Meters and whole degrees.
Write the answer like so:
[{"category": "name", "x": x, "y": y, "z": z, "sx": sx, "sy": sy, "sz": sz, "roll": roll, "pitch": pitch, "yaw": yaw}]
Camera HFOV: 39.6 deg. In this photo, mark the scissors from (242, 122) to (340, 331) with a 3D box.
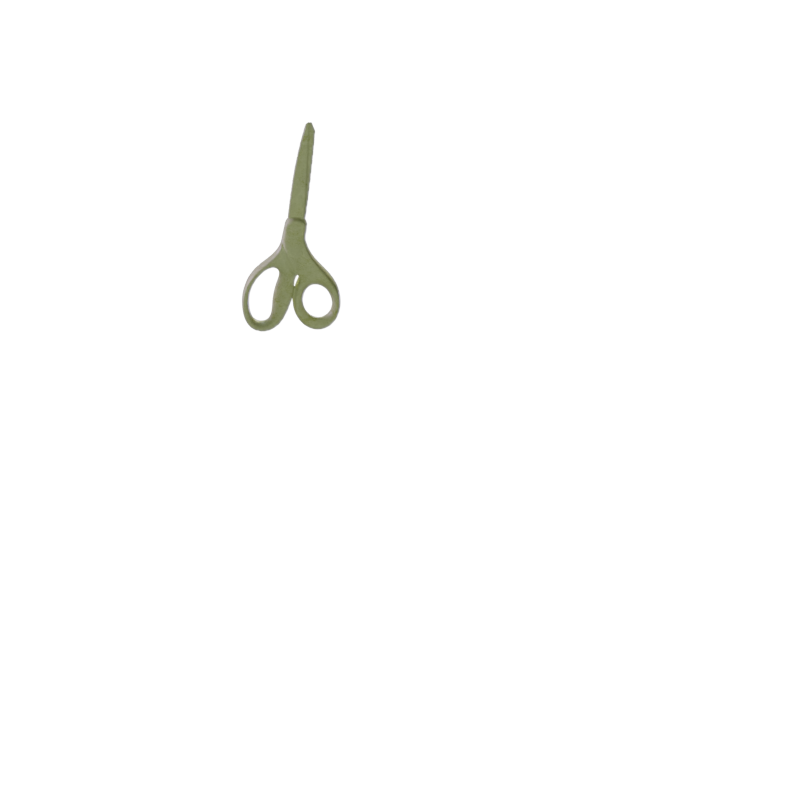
[{"category": "scissors", "x": -0.075, "y": -0.137, "z": 0.961, "sx": 0.094, "sy": 0.194, "sz": 0.017, "roll": 22, "pitch": 27, "yaw": -12}]
